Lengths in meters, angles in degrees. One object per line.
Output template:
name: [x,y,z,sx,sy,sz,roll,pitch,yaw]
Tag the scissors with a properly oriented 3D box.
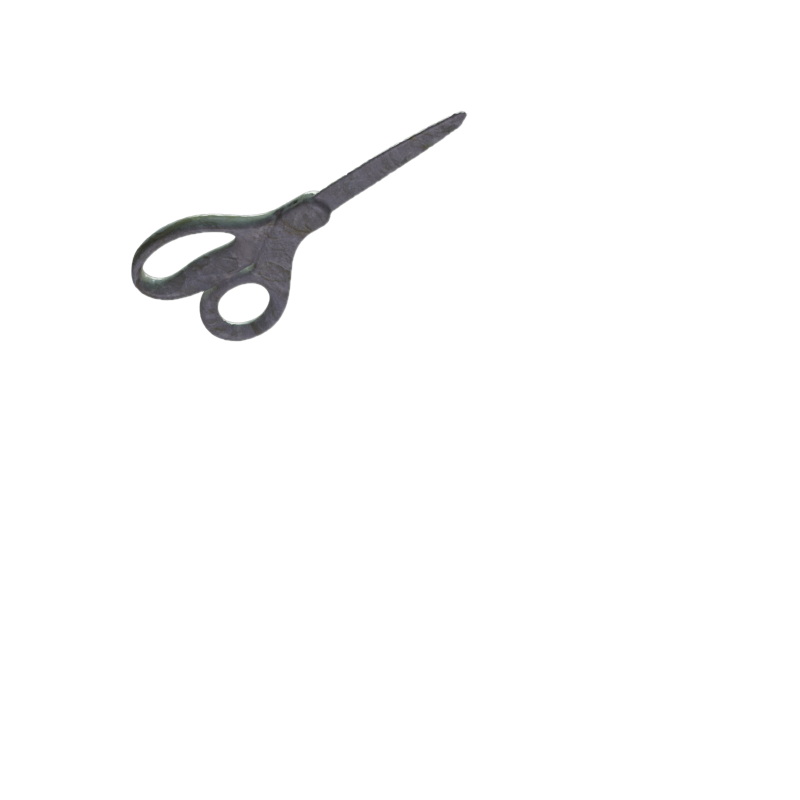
scissors: [-0.046,-0.085,0.592,0.203,0.017,0.089,-16,-48,15]
